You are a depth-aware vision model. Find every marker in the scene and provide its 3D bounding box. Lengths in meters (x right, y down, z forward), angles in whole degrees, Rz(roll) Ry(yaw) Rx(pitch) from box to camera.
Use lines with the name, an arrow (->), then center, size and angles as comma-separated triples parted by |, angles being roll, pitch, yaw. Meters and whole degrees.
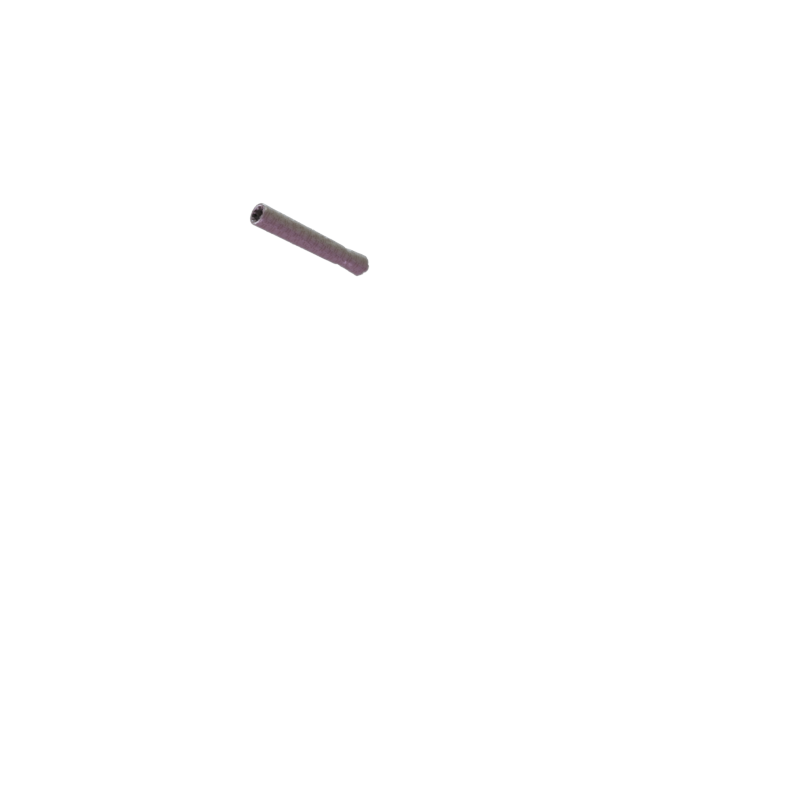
marker -> -0.071, -0.130, 0.907 | 0.114, 0.020, 0.021 | 23, -11, -37
